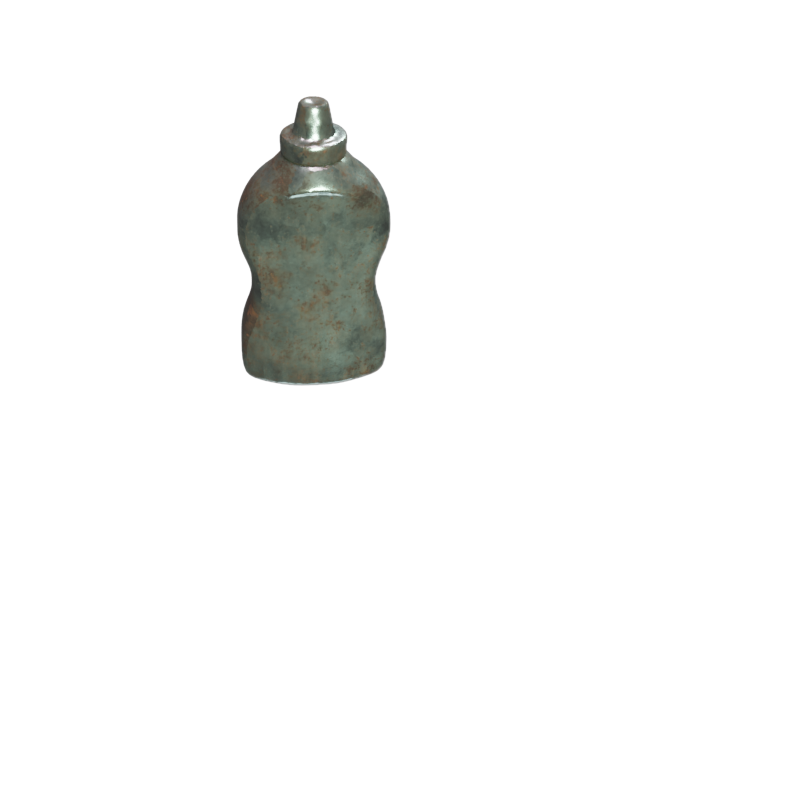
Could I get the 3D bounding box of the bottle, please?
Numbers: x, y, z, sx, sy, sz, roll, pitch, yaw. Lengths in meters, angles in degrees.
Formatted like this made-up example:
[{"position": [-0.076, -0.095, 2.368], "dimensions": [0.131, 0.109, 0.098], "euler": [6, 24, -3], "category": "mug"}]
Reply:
[{"position": [-0.055, -0.101, 0.703], "dimensions": [0.096, 0.180, 0.062], "euler": [-1, 34, -4], "category": "bottle"}]
